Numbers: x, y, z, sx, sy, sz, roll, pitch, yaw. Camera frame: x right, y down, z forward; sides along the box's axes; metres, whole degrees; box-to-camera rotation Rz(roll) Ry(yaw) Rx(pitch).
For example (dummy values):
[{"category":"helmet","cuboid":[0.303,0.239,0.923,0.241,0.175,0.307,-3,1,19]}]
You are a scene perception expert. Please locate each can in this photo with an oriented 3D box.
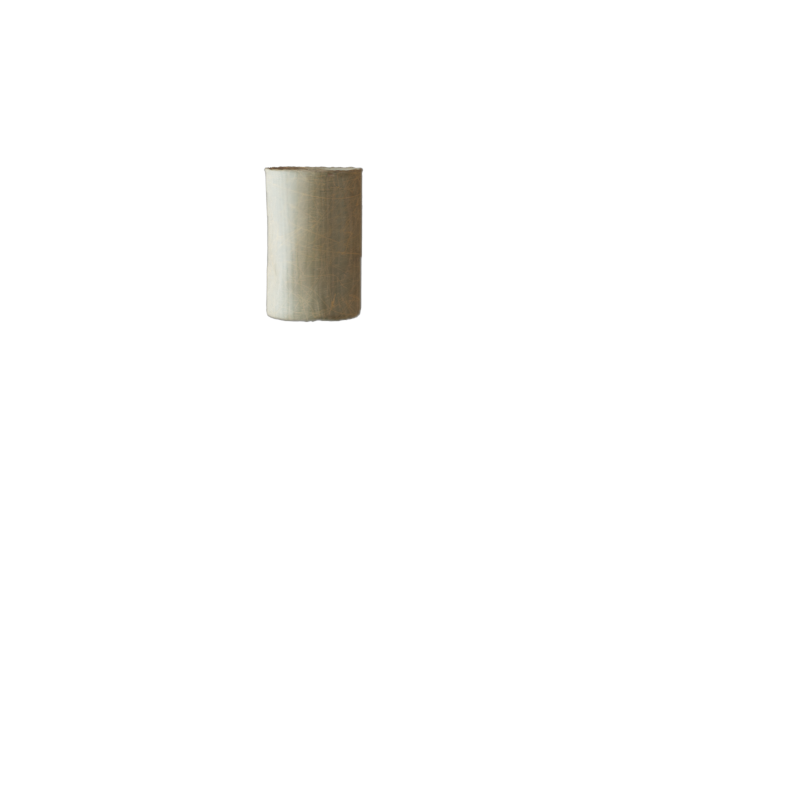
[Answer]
[{"category":"can","cuboid":[-0.060,-0.109,0.763,0.068,0.101,0.070,0,8,-2]}]
